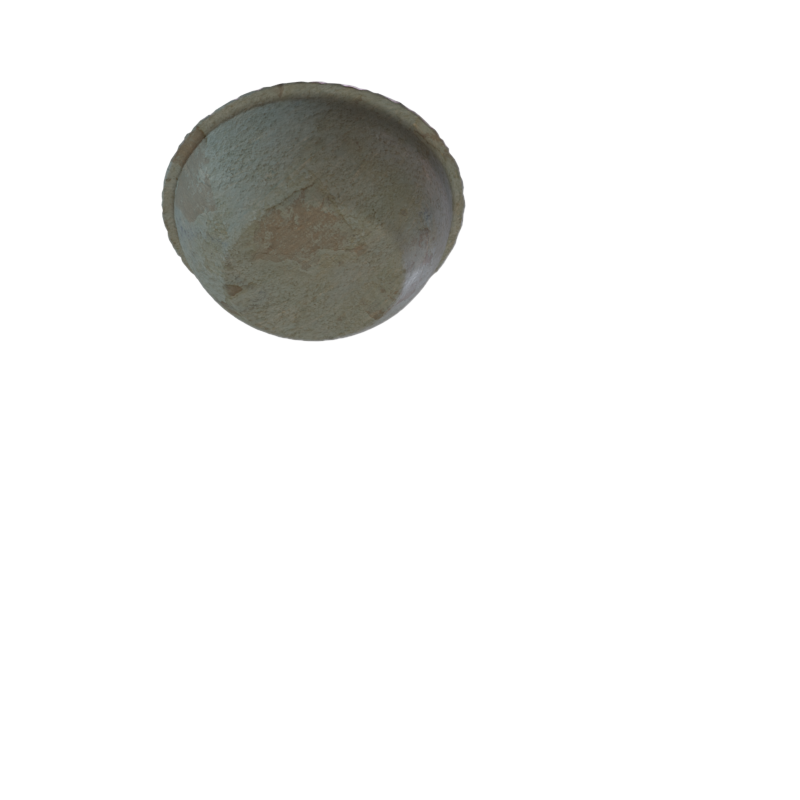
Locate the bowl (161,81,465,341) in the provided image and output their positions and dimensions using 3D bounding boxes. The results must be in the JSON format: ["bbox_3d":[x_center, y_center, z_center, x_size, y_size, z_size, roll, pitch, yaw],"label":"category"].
[{"bbox_3d":[-0.045,-0.082,0.573,0.162,0.151,0.059,1,44,-1],"label":"bowl"}]
